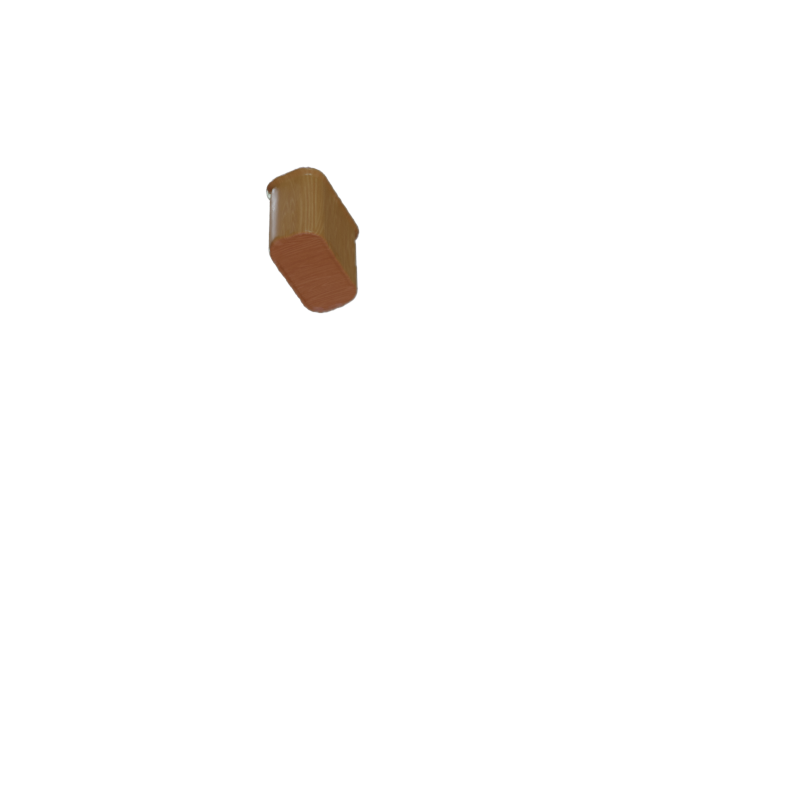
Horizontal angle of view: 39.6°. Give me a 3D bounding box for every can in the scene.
[{"bbox_3d":[-0.076,-0.139,0.976,0.058,0.090,0.094,-20,-47,17],"label":"can"}]
